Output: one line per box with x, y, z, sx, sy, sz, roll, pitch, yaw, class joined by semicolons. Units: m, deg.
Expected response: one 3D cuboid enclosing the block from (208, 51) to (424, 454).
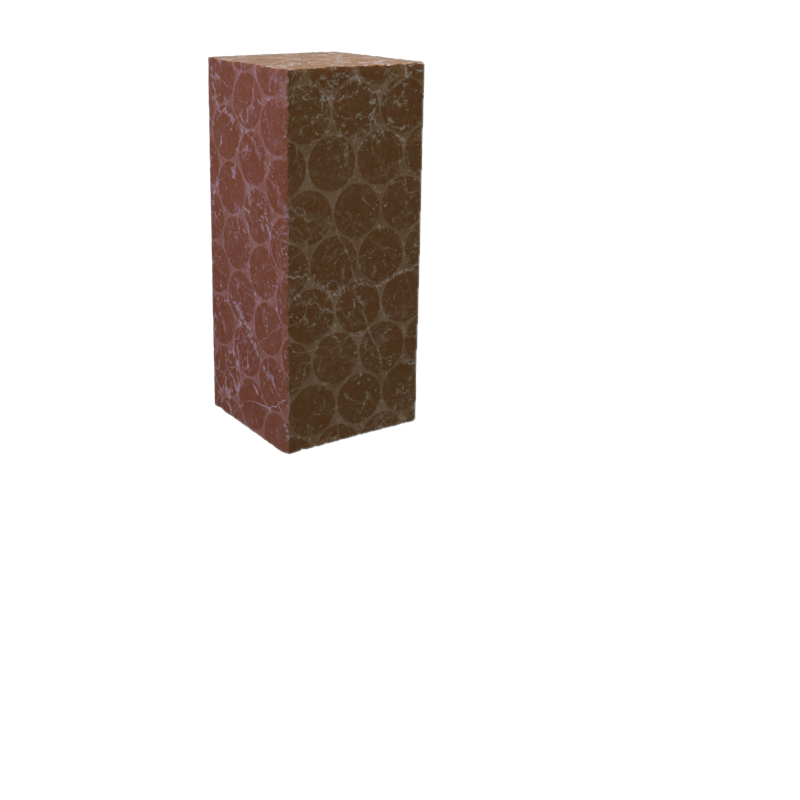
-0.049;-0.090;0.630;0.088;0.199;0.096;-10;19;-34;block
